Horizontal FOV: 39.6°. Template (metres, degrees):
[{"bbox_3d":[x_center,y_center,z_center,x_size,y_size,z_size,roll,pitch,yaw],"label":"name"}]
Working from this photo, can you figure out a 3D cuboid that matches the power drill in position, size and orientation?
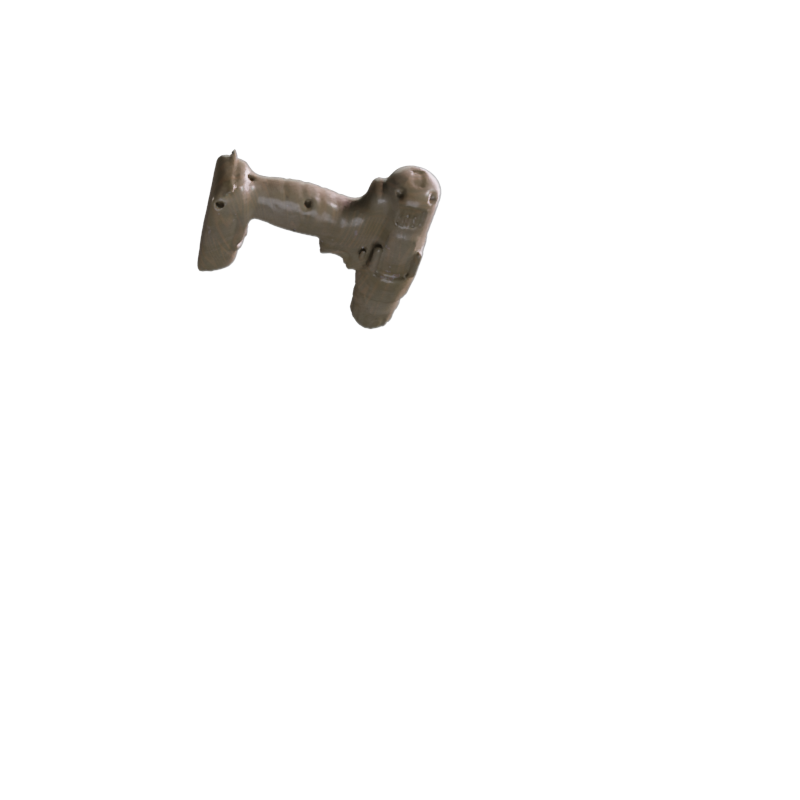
[{"bbox_3d":[-0.073,-0.134,0.936,0.185,0.062,0.174,8,-41,-10],"label":"power drill"}]
